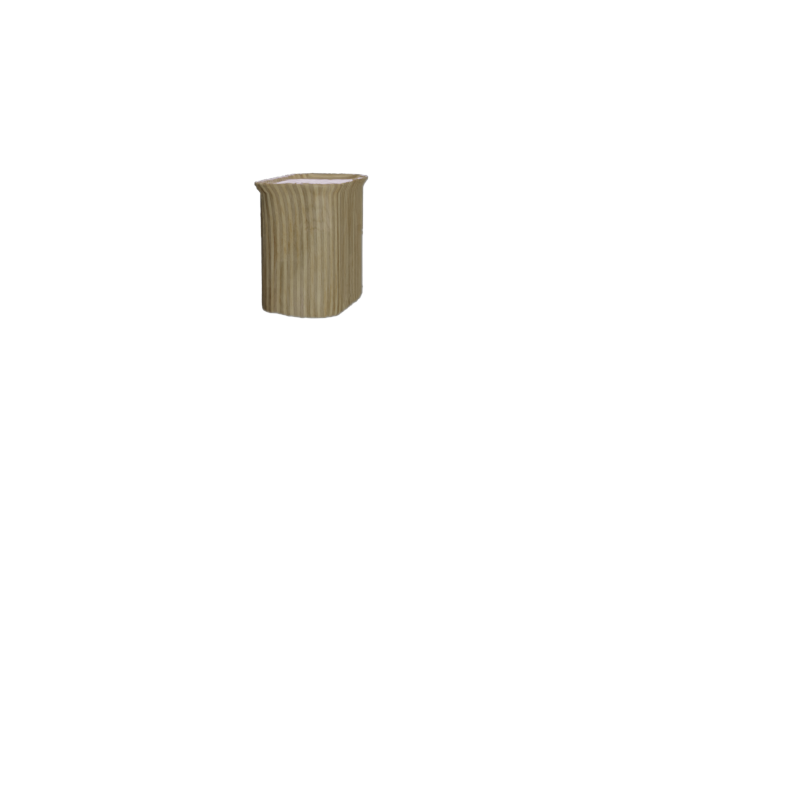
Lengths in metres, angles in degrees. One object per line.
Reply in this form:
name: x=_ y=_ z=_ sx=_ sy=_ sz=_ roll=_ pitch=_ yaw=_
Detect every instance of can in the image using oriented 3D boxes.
can: x=-0.057 y=-0.103 z=0.722 sx=0.059 sy=0.082 sz=0.102 roll=2 pitch=12 yaw=12
